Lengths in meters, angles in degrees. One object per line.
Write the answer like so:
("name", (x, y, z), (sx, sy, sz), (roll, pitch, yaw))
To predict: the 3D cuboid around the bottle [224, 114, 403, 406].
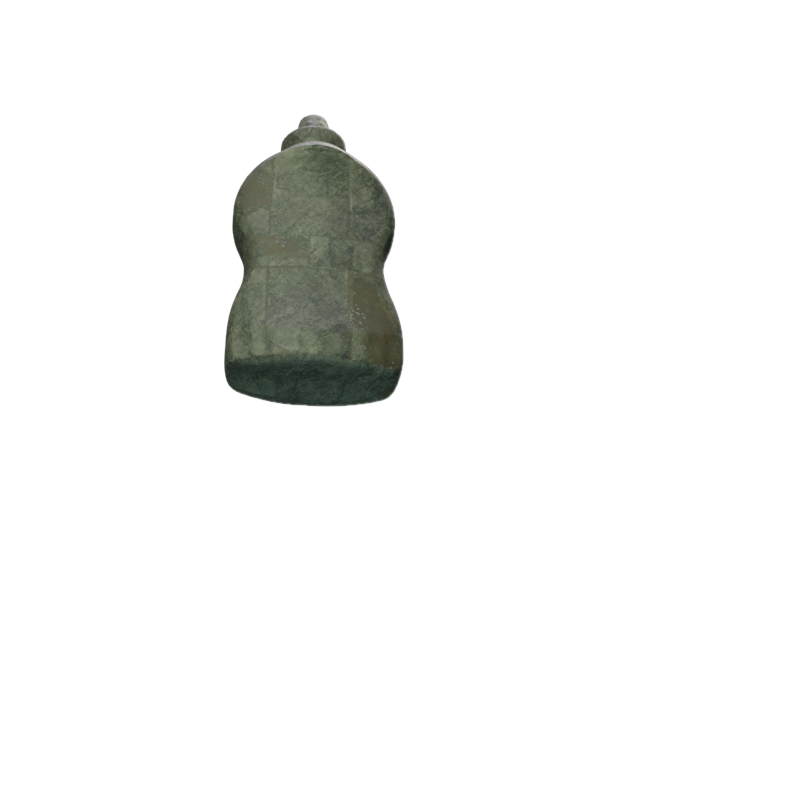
("bottle", (-0.051, -0.092, 0.649), (0.095, 0.205, 0.055), (1, -34, -5))
